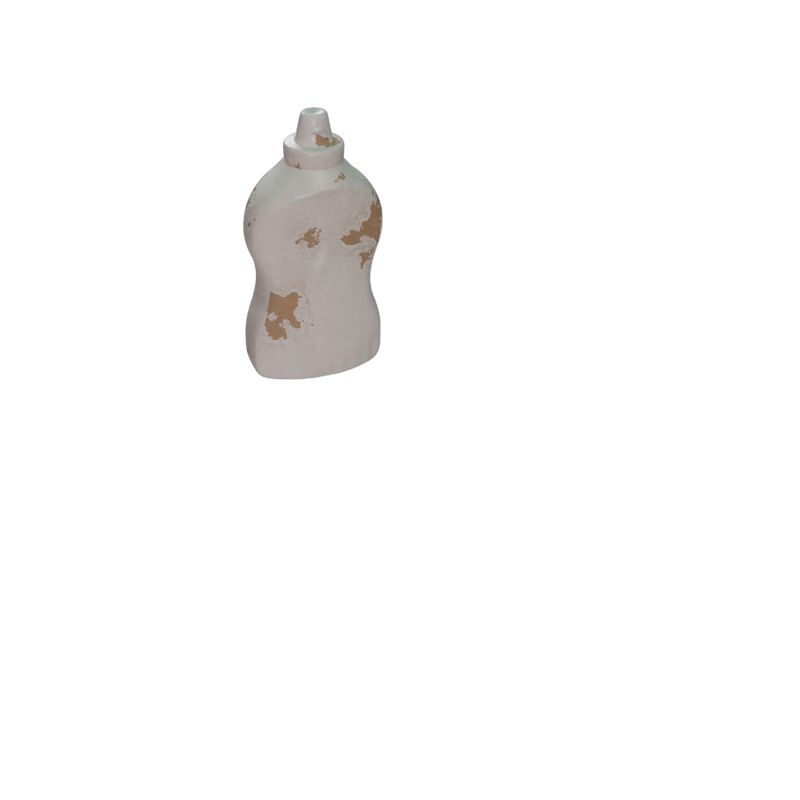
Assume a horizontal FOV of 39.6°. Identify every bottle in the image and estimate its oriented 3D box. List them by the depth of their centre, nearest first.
[{"bbox_3d":[-0.060,-0.109,0.767,0.094,0.181,0.063,-8,30,-17],"label":"bottle"}]
